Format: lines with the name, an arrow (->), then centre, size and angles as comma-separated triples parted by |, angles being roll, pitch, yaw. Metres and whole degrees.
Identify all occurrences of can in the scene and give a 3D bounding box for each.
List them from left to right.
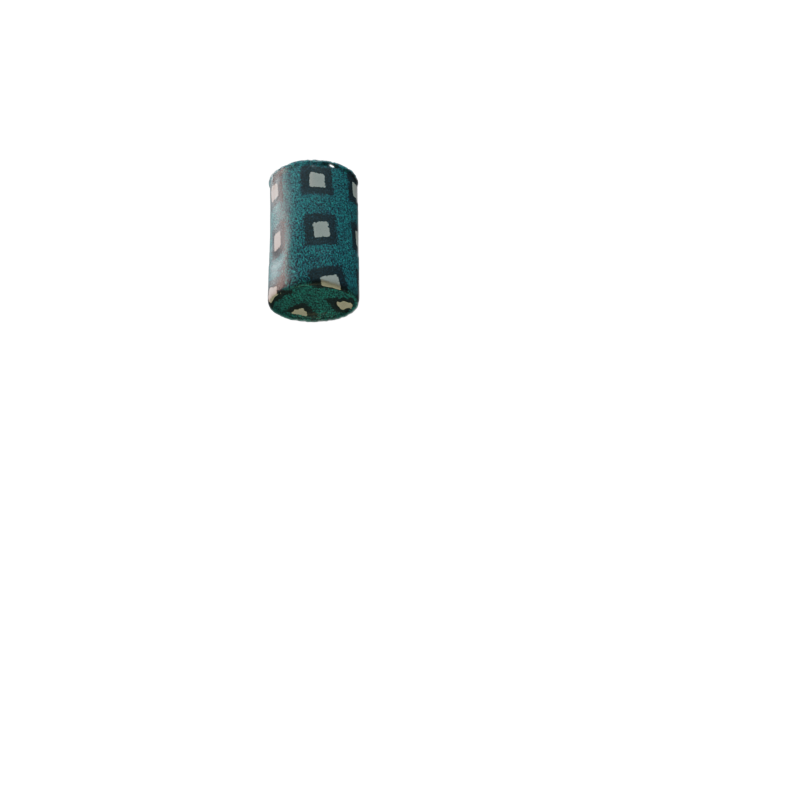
can -> -0.064, -0.117, 0.818 | 0.068, 0.108, 0.065 | 0, -25, -2
